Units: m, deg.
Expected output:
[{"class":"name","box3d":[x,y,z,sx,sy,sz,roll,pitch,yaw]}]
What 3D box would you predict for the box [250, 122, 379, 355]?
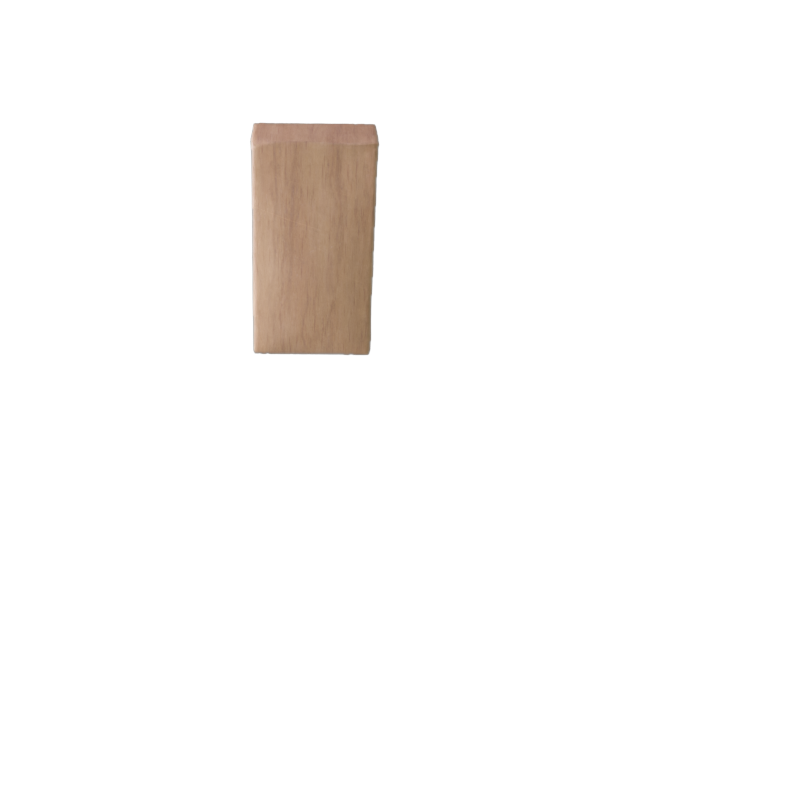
[{"class":"box","box3d":[-0.065,-0.119,0.831,0.093,0.166,0.051,1,31,-2]}]
